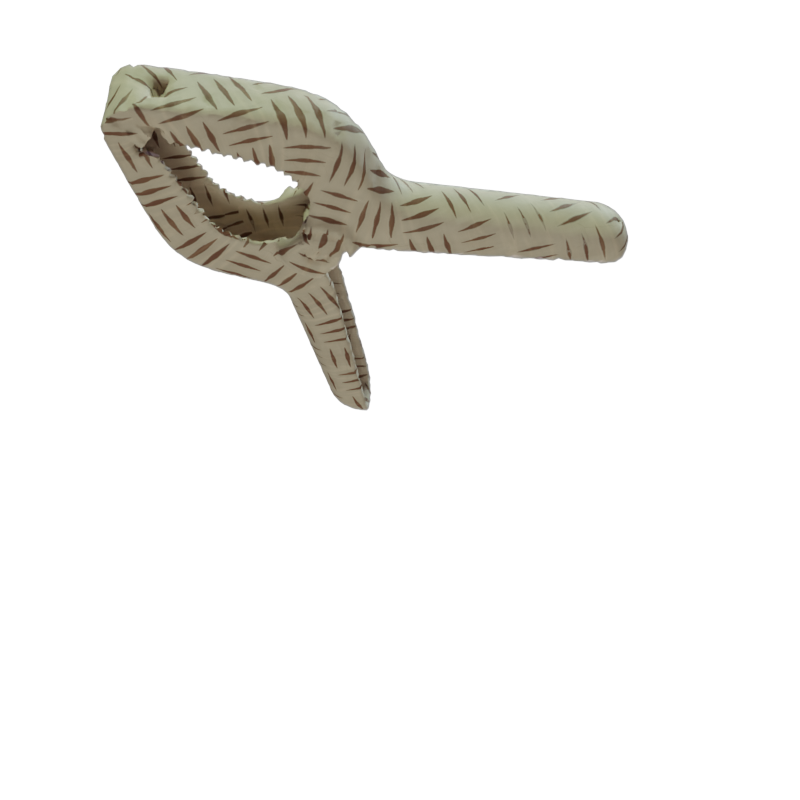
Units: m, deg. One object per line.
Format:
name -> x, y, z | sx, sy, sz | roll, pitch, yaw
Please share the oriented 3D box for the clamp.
clamp -> -0.036, -0.065, 0.458 | 0.199, 0.039, 0.161 | 24, -44, -27
